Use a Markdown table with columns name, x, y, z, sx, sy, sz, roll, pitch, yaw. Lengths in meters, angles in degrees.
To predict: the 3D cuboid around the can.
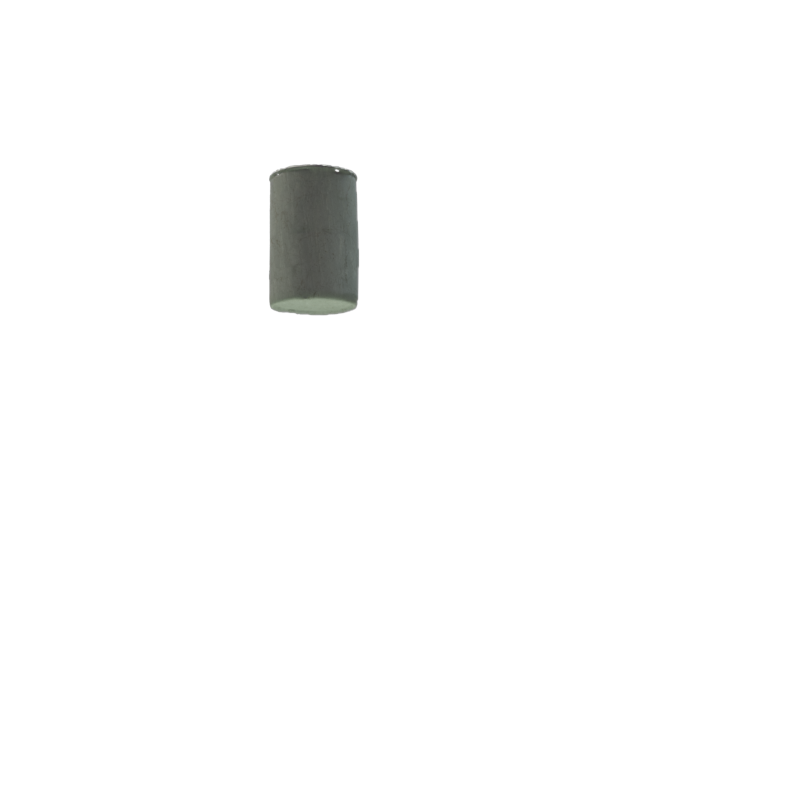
| name | x | y | z | sx | sy | sz | roll | pitch | yaw |
| --- | --- | --- | --- | --- | --- | --- | --- | --- | --- |
| can | -0.066 | -0.120 | 0.839 | 0.068 | 0.105 | 0.067 | 0 | -11 | -2 |
